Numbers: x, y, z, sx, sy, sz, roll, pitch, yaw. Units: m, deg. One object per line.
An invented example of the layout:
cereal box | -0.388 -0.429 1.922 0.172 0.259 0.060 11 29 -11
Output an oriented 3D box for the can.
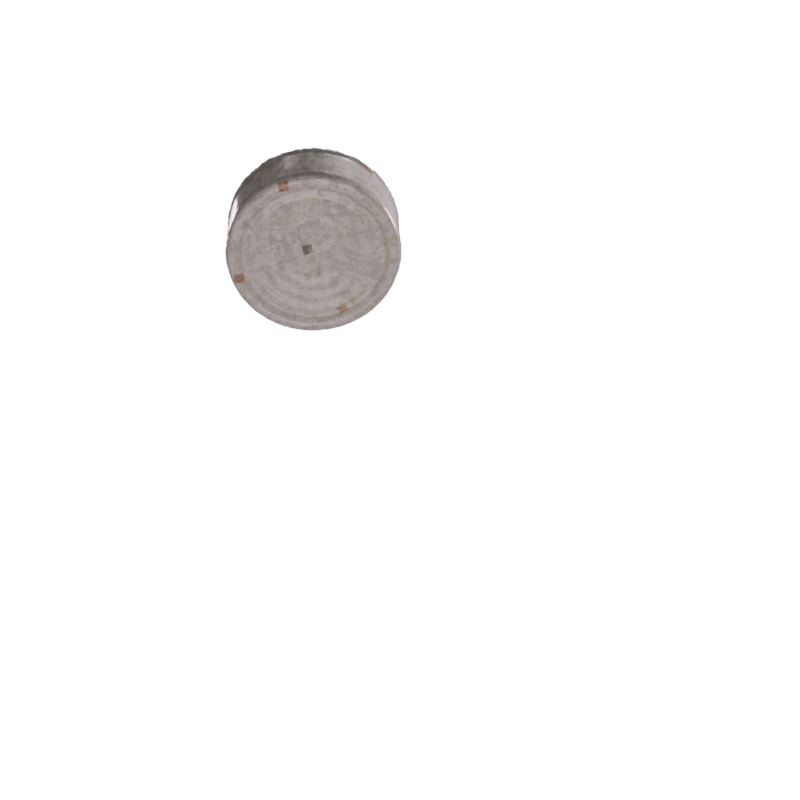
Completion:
can | -0.042 -0.077 0.542 0.086 0.081 0.036 1 30 -1
